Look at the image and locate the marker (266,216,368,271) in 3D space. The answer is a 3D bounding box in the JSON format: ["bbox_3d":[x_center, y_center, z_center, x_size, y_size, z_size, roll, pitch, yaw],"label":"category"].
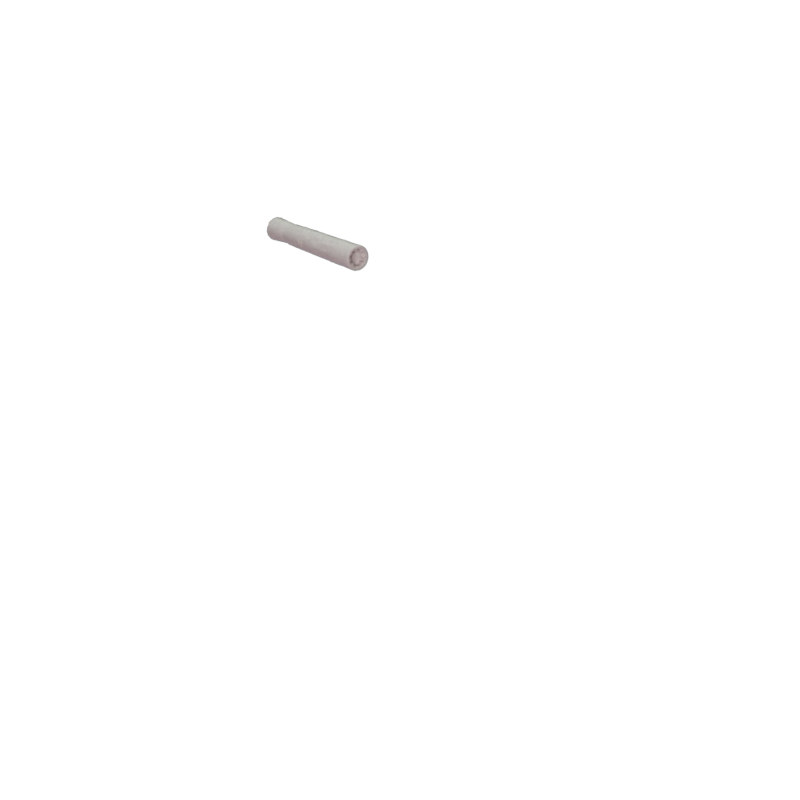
[{"bbox_3d":[-0.065,-0.119,0.831,0.019,0.019,0.129,-3,18,-35],"label":"marker"}]
